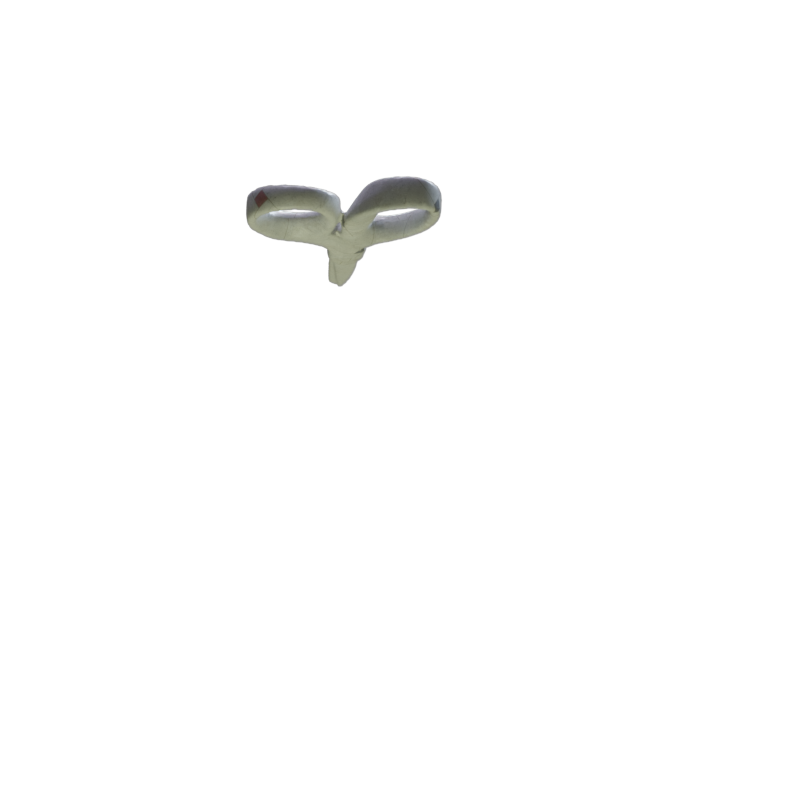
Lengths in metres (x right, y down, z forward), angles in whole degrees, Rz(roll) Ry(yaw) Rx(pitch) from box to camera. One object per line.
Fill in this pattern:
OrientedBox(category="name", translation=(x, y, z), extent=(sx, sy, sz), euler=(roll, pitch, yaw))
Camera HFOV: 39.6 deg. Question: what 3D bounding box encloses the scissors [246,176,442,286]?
OrientedBox(category="scissors", translation=(-0.044, -0.080, 0.559), extent=(0.094, 0.016, 0.202), euler=(2, -6, -20))
